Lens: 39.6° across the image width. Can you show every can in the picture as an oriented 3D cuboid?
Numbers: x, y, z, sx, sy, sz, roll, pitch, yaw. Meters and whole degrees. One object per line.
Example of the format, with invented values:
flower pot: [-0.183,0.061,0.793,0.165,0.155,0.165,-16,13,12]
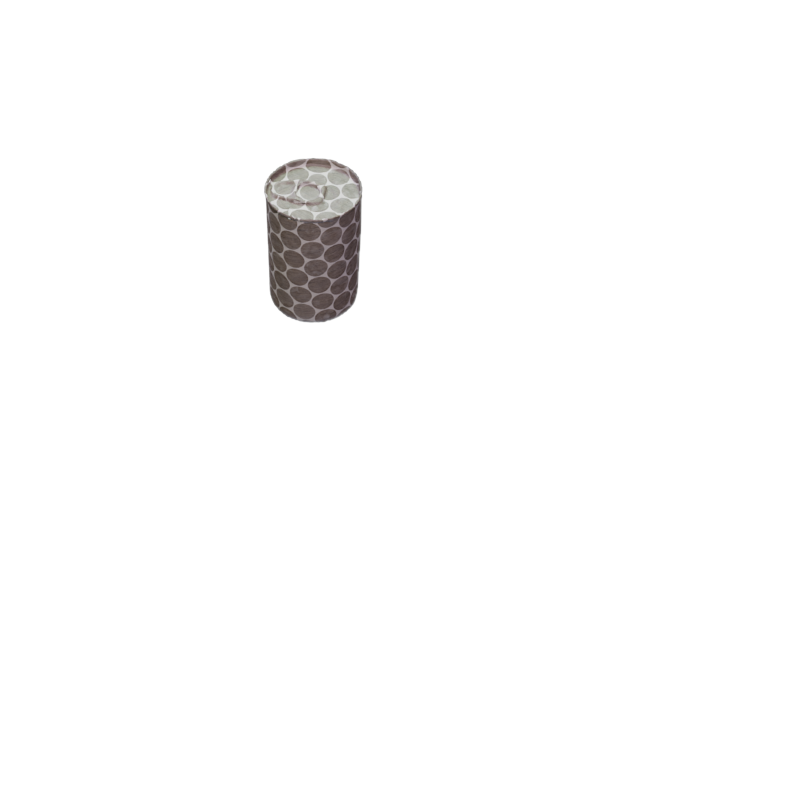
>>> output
can: [-0.063,-0.114,0.799,0.068,0.074,0.095,0,-44,-3]
